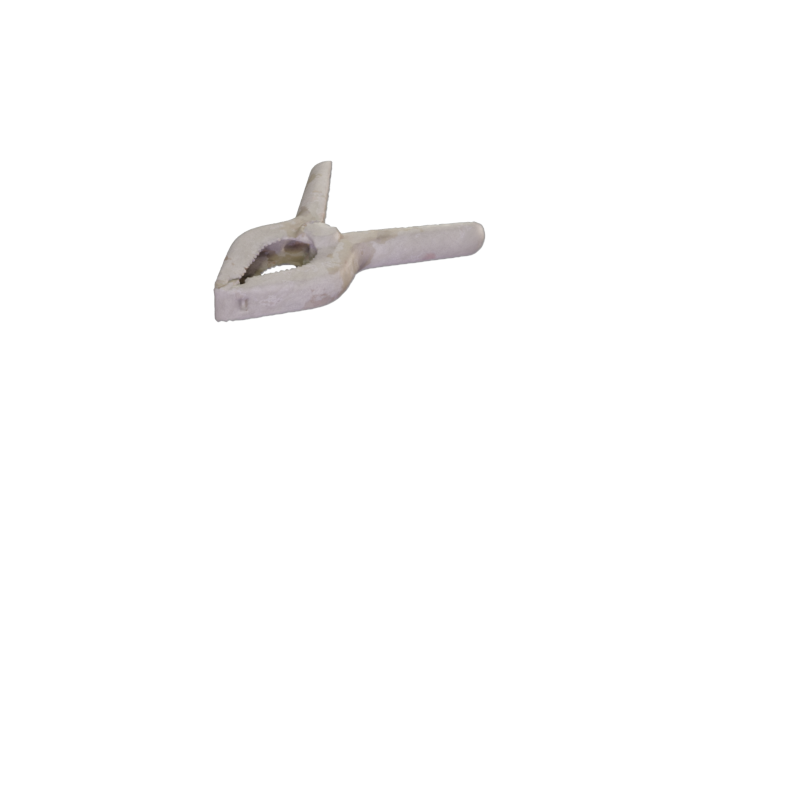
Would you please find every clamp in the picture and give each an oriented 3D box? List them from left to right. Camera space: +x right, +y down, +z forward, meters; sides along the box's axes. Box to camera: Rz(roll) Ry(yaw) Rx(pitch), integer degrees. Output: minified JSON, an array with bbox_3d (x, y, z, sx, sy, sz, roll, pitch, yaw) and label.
[{"bbox_3d":[-0.064,-0.117,0.820,0.209,0.034,0.176,-29,45,-34],"label":"clamp"}]
